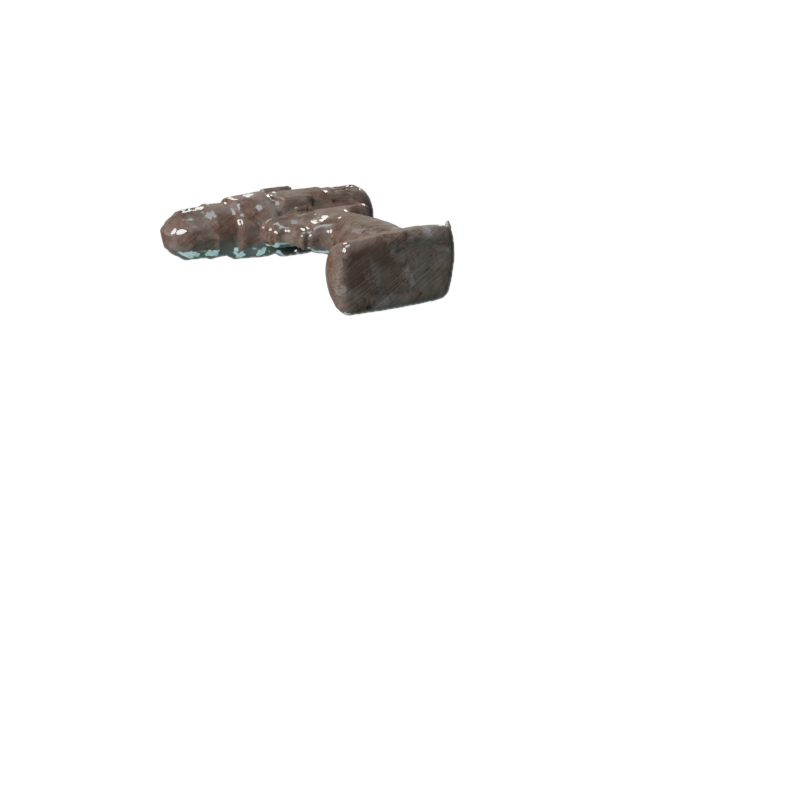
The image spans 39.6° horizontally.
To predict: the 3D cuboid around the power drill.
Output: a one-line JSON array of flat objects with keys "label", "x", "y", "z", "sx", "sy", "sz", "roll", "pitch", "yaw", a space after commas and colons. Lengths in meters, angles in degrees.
[{"label": "power drill", "x": -0.065, "y": -0.119, "z": 0.835, "sx": 0.181, "sy": 0.055, "sz": 0.200, "roll": -15, "pitch": 29, "yaw": -30}]
